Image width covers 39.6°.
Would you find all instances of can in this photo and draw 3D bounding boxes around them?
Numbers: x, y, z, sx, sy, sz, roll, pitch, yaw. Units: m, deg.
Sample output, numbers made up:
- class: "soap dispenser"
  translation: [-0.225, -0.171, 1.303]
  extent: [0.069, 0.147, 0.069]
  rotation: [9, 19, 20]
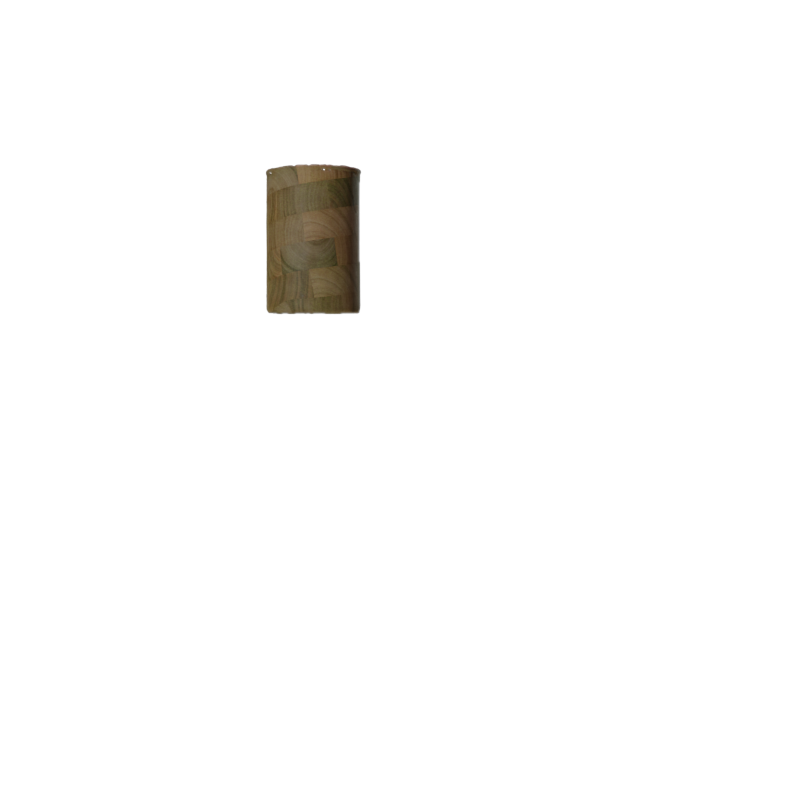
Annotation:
- class: "can"
  translation: [-0.062, -0.112, 0.788]
  extent: [0.068, 0.103, 0.068]
  rotation: [0, -2, -2]
